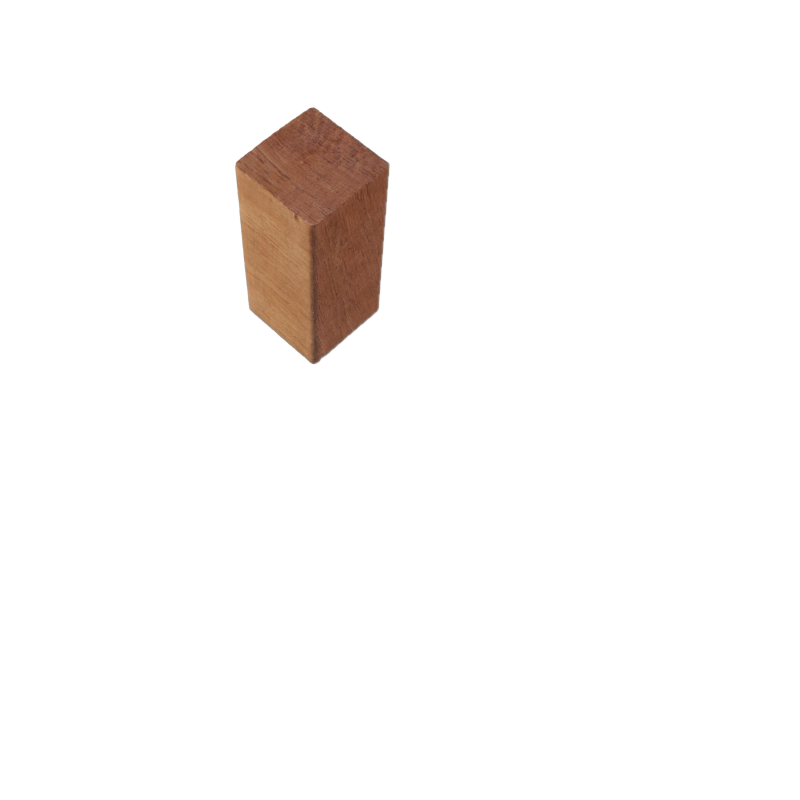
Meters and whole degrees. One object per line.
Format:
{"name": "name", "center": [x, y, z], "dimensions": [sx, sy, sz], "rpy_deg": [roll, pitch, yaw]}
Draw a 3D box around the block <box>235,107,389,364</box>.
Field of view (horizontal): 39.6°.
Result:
{"name": "block", "center": [-0.074, -0.134, 0.943], "dimensions": [0.091, 0.096, 0.193], "rpy_deg": [-41, -21, -24]}
